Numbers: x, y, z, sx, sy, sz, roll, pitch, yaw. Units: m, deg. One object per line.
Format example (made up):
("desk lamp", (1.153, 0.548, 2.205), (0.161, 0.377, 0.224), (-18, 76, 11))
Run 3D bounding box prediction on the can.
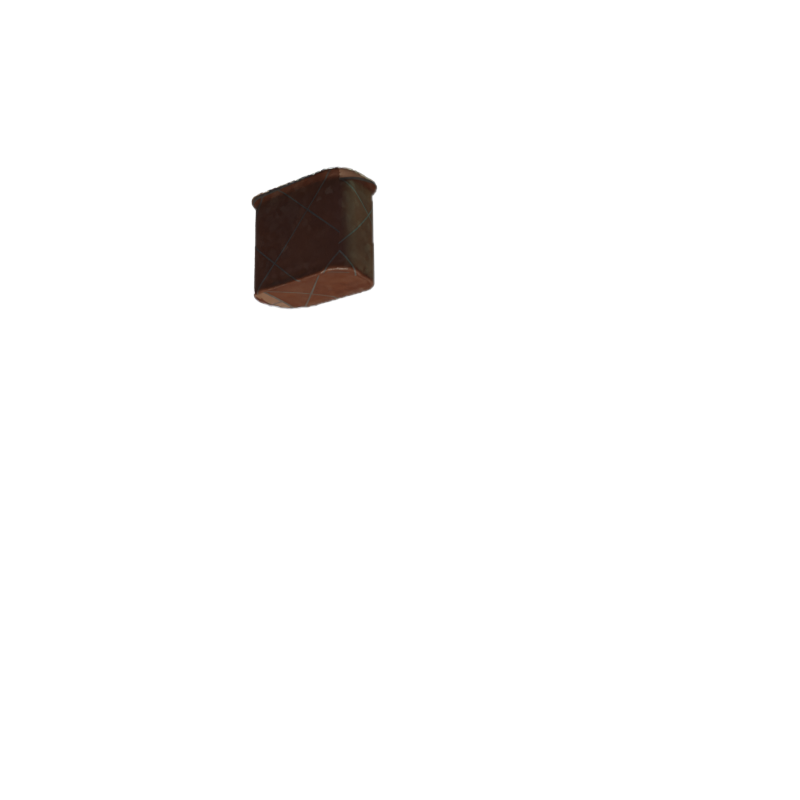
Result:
("can", (-0.067, -0.123, 0.860), (0.103, 0.088, 0.054), (-15, -25, 34))
